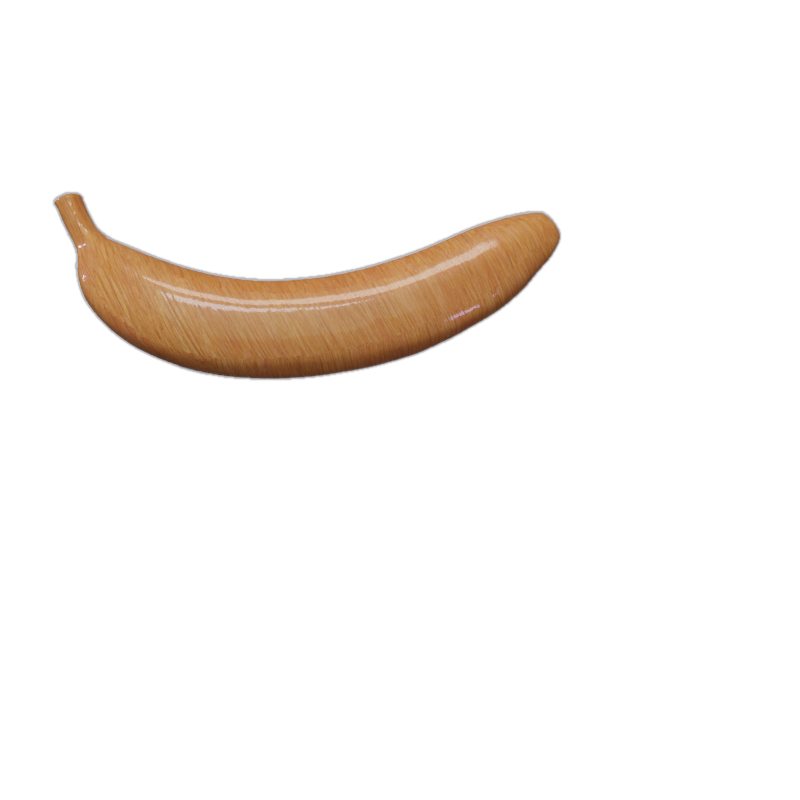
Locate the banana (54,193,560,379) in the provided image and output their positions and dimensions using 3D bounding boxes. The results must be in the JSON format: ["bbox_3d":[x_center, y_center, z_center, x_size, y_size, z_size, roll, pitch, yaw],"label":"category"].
[{"bbox_3d":[-0.038,-0.042,0.423,0.198,0.070,0.036,3,-2,0],"label":"banana"}]
